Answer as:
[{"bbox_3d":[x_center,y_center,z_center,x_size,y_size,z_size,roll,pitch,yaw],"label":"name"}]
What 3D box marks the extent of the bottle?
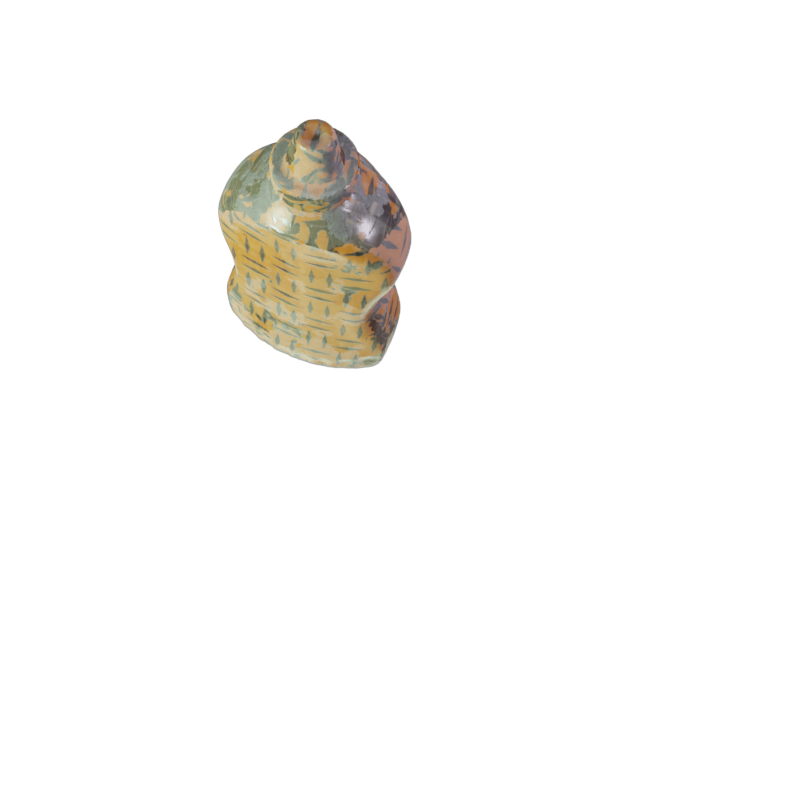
[{"bbox_3d":[-0.044,-0.080,0.560,0.098,0.060,0.182,24,-21,6],"label":"bottle"}]
